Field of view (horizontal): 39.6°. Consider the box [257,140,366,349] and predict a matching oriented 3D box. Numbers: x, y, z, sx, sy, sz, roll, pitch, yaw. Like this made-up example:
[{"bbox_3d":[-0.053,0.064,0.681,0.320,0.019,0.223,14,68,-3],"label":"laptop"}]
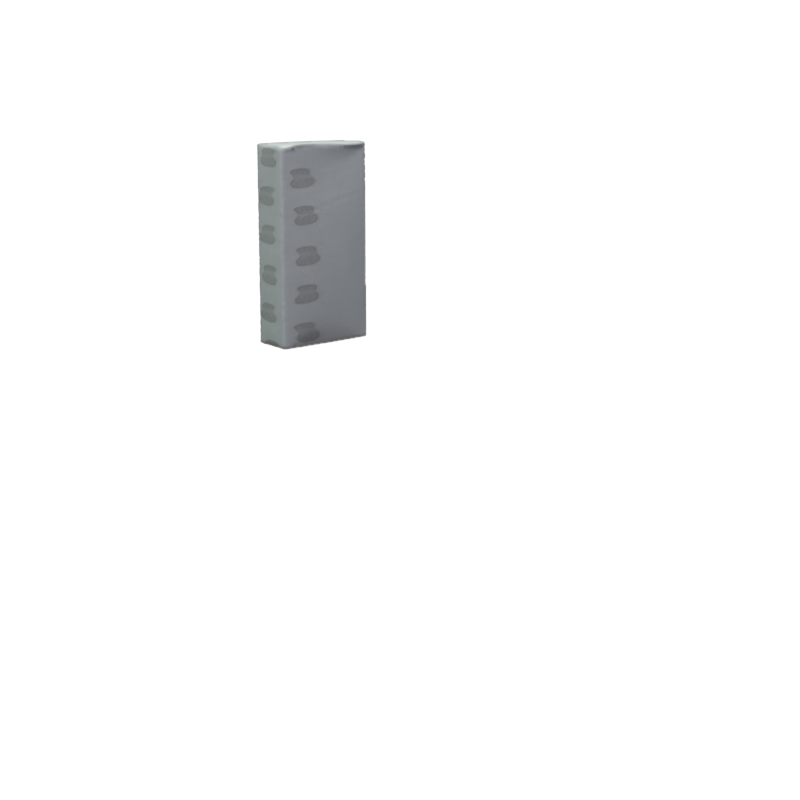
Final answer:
[{"bbox_3d":[-0.076,-0.139,0.976,0.091,0.172,0.051,-8,14,-37],"label":"box"}]
